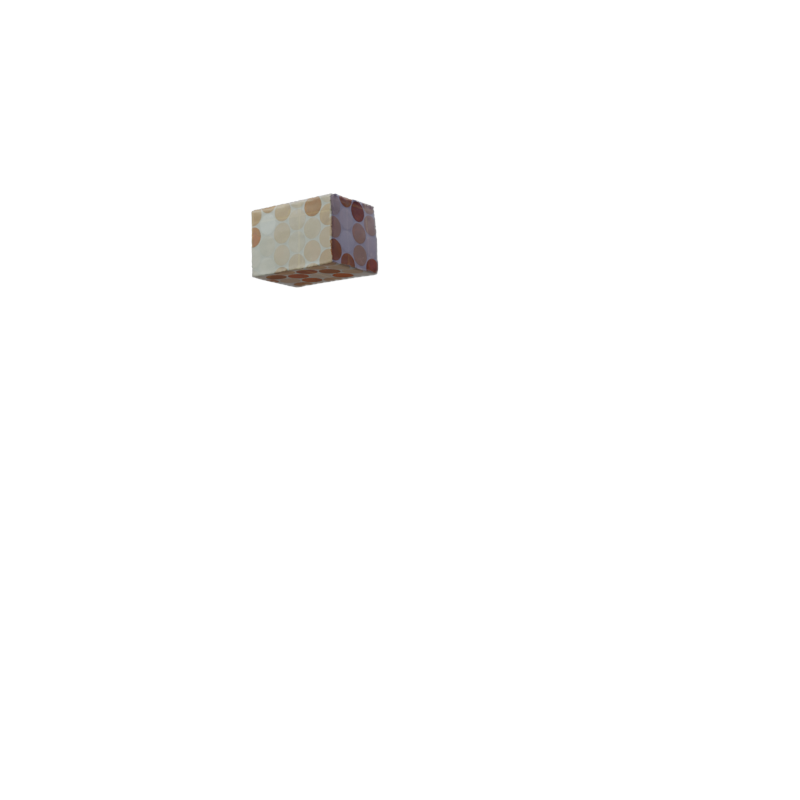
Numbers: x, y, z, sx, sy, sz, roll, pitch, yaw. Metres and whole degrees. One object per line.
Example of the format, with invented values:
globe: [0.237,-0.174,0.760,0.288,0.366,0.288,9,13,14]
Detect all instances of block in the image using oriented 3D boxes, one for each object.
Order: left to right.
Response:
block: [-0.062,-0.114,0.797,0.080,0.053,0.050,-6,-11,36]
